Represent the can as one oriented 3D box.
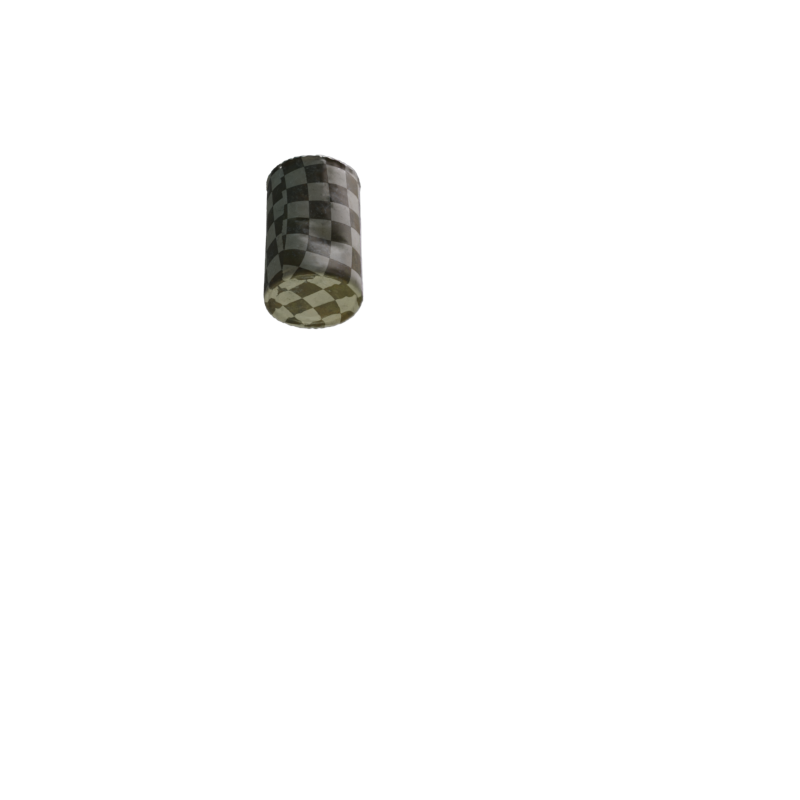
[{"bbox_3d":[-0.060,-0.109,0.765,0.068,0.109,0.064,-1,-34,-2],"label":"can"}]
